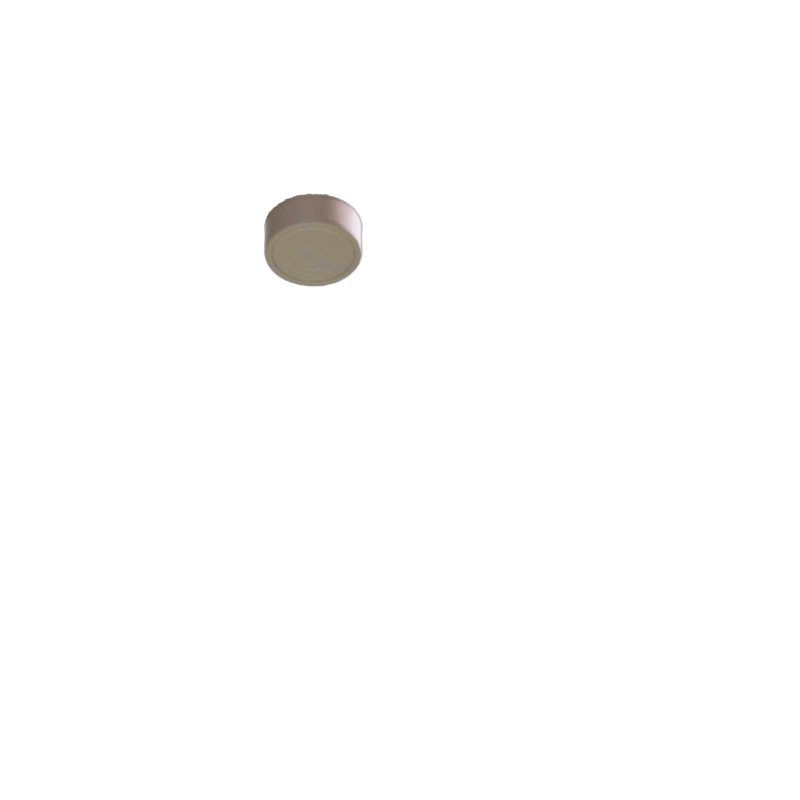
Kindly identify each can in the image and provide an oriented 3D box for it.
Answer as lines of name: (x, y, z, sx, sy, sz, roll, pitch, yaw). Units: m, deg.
can: (-0.075, -0.136, 0.954, 0.086, 0.036, 0.080, 1, -38, -2)
